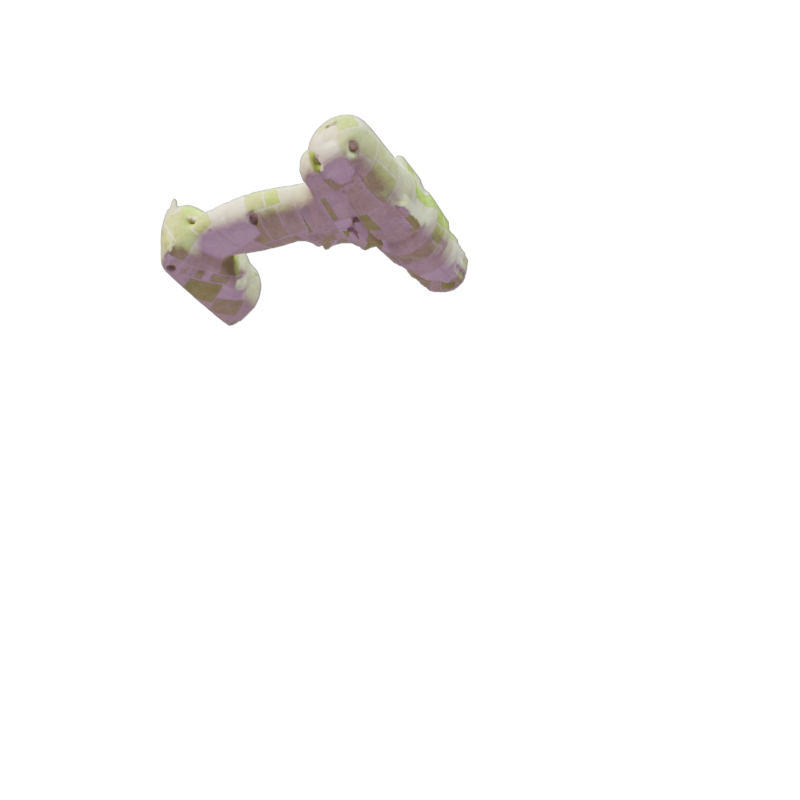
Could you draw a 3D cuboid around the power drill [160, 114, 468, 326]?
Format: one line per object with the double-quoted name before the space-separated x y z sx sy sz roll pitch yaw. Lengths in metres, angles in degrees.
"power drill" -0.063 -0.114 0.799 0.189 0.061 0.170 -18 -39 23
